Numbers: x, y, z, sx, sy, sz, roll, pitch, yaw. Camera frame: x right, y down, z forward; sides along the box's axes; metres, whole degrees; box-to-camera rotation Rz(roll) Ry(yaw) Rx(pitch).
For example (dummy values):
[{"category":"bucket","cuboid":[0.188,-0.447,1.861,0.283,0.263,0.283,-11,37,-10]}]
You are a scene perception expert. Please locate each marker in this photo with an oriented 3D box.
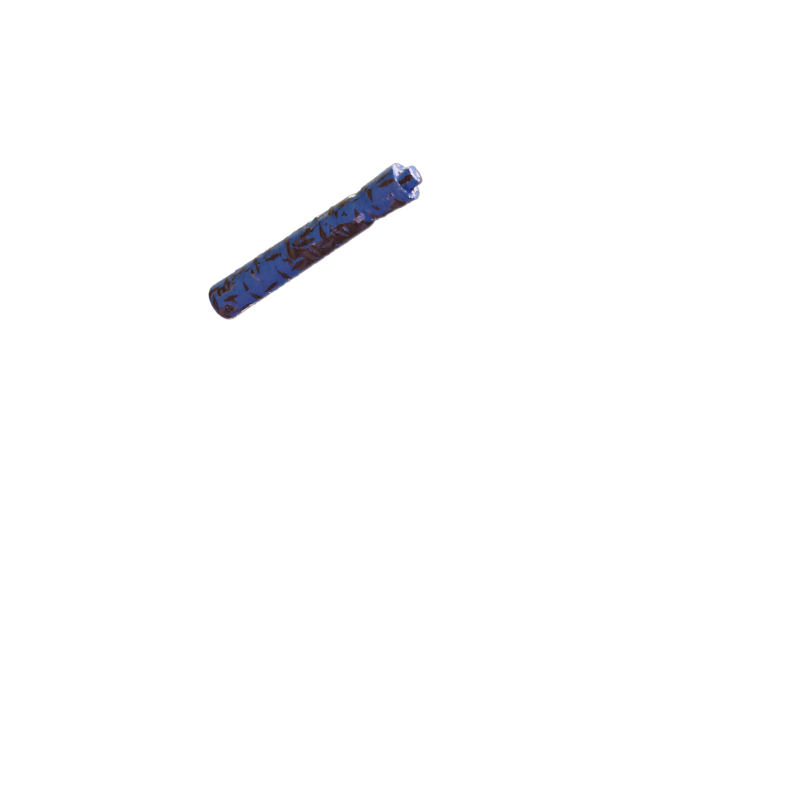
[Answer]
[{"category":"marker","cuboid":[-0.040,-0.072,0.507,0.120,0.020,0.019,-29,-11,28]}]
